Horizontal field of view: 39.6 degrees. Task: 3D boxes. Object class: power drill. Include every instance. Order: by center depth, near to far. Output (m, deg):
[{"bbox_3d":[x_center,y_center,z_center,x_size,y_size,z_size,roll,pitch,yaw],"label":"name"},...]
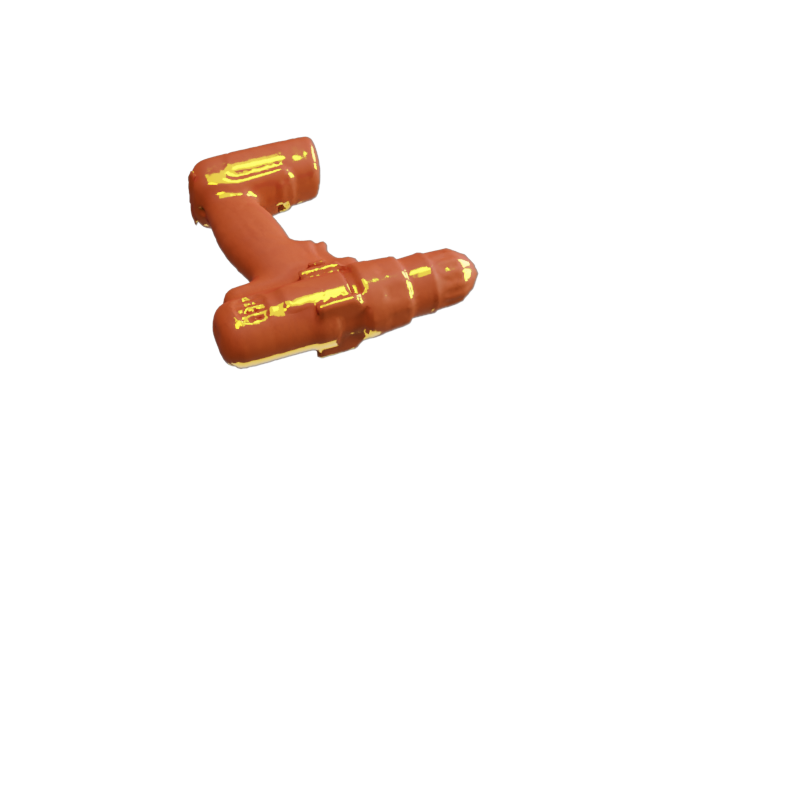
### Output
[{"bbox_3d":[-0.062,-0.112,0.787,0.182,0.053,0.203,-16,46,-16],"label":"power drill"}]
